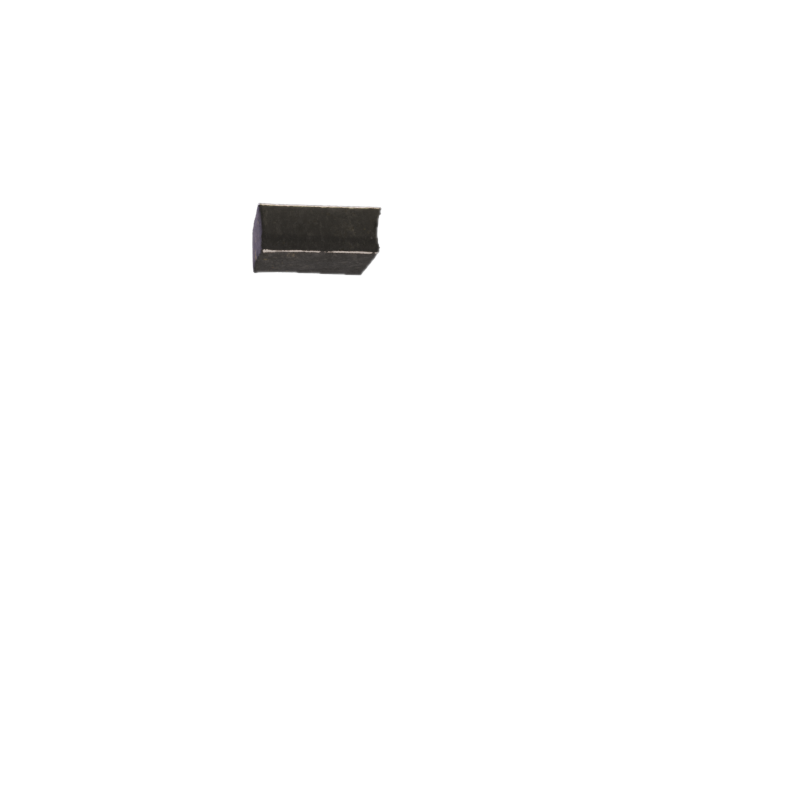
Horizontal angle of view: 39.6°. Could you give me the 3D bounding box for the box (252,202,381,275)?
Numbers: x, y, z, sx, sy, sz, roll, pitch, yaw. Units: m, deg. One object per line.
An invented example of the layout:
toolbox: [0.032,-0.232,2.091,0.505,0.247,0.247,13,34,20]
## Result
box: [-0.066,-0.120,0.842,0.089,0.039,0.113,0,-1,-8]
